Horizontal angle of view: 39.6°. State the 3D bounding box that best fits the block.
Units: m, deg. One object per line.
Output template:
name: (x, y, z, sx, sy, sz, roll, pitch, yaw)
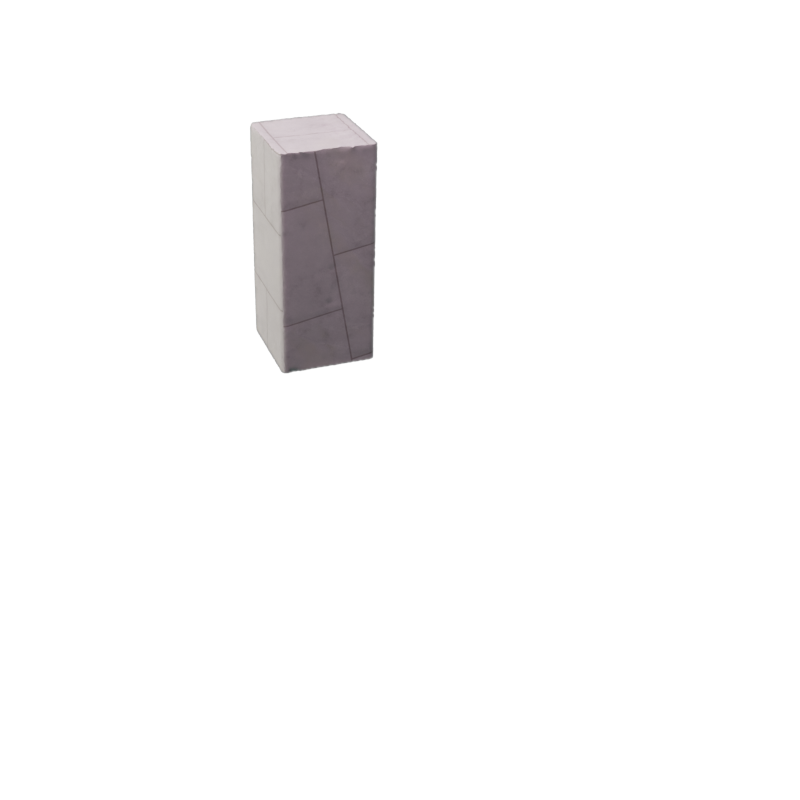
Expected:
block: (-0.078, -0.141, 0.988, 0.089, 0.195, 0.097, -8, 29, -19)
